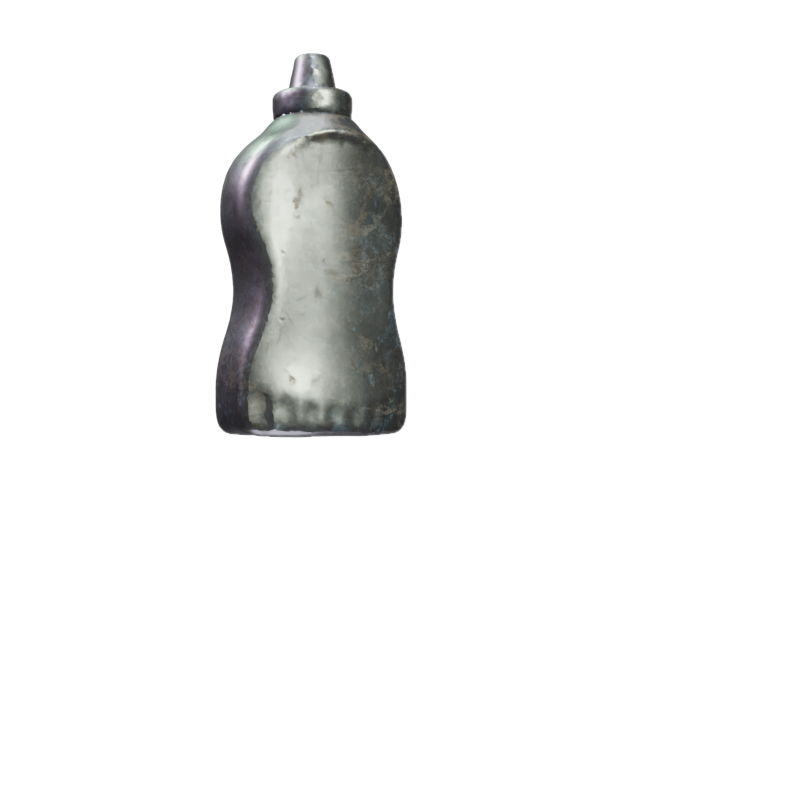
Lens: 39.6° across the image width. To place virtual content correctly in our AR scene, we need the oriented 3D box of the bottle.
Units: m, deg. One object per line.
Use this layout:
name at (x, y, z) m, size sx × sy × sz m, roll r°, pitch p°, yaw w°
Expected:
bottle at (-0.044, -0.079, 0.557) m, size 0.092 × 0.195 × 0.059 m, roll 3°, pitch -8°, yaw -31°
